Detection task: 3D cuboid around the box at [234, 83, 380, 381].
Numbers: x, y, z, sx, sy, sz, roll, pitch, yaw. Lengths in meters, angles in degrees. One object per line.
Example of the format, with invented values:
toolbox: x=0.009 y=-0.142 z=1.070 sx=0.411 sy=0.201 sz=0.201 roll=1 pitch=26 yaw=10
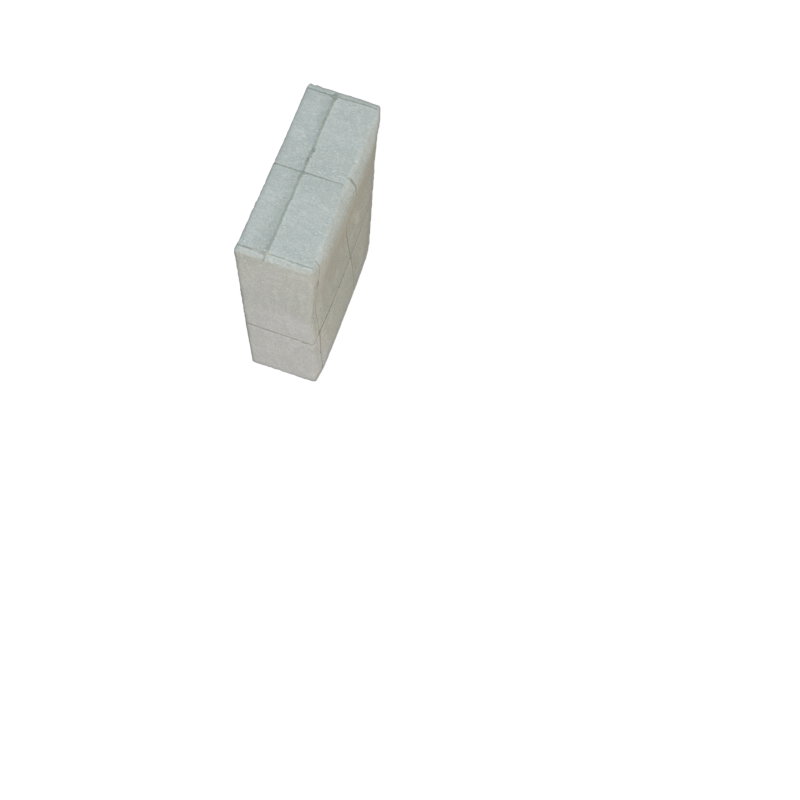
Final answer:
box: x=-0.073 y=-0.133 z=0.935 sx=0.073 sy=0.171 sz=0.202 roll=17 pitch=-24 yaw=3
